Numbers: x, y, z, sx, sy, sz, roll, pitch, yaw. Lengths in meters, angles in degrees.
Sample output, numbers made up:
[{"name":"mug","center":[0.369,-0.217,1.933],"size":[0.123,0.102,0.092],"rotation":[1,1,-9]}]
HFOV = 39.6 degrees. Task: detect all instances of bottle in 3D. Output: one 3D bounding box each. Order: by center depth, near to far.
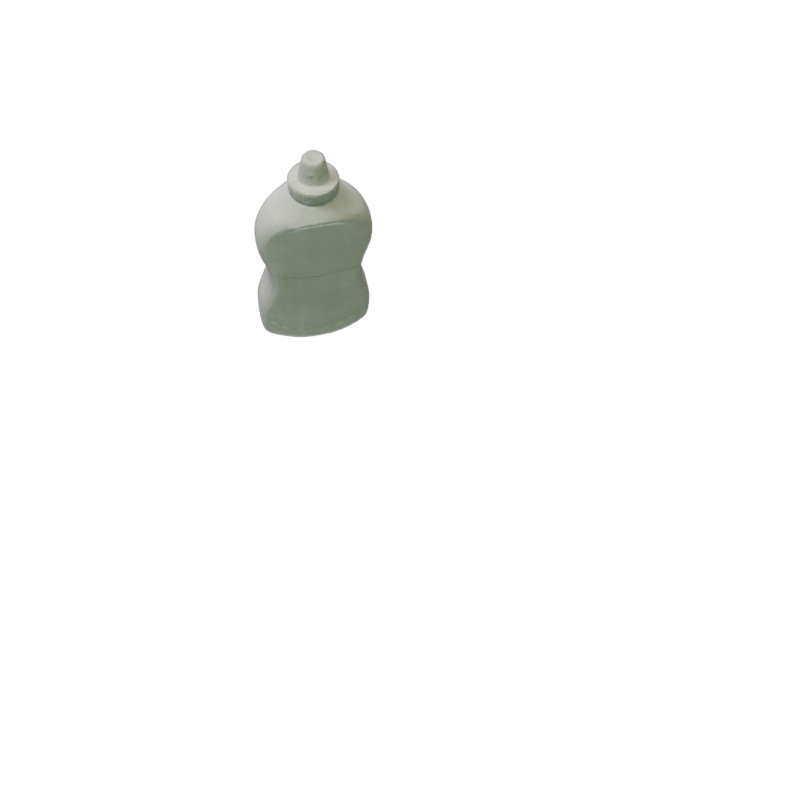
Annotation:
[{"name":"bottle","center":[-0.072,-0.131,0.916],"size":[0.095,0.063,0.179],"rotation":[-7,-36,-9]}]
